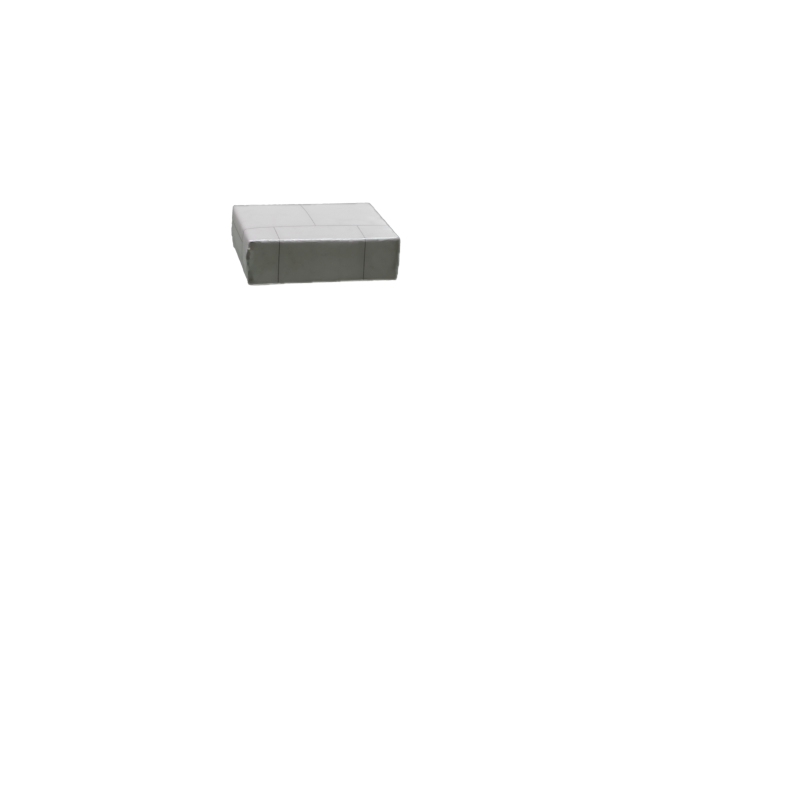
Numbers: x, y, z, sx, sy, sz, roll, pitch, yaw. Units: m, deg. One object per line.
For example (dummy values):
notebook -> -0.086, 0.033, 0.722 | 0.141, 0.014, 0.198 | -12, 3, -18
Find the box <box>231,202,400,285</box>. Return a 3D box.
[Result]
box -> -0.065, -0.118, 0.826 | 0.112, 0.037, 0.095 | -5, 24, -12
